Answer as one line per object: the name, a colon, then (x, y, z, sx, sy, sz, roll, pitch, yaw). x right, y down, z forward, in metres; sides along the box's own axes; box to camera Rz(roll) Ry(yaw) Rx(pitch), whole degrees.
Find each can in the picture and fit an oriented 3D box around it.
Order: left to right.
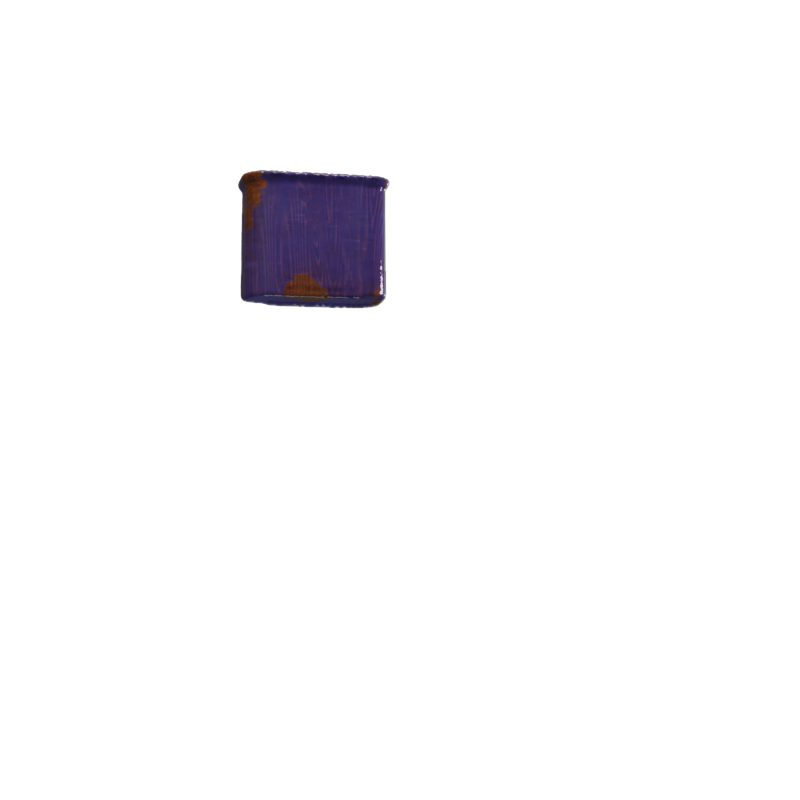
can: (-0.059, -0.108, 0.754, 0.100, 0.086, 0.057, 1, -8, -12)
